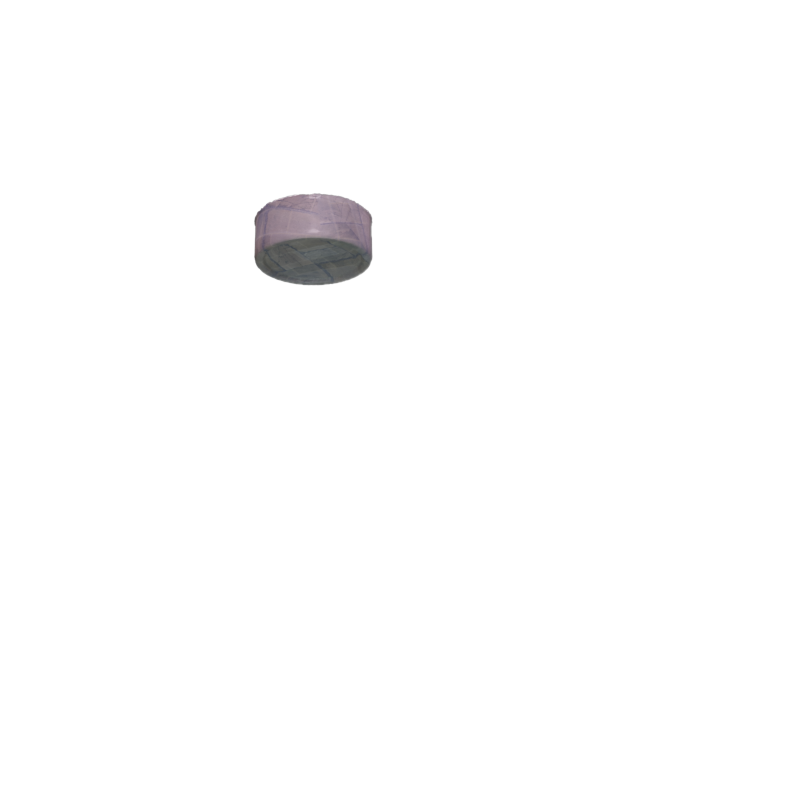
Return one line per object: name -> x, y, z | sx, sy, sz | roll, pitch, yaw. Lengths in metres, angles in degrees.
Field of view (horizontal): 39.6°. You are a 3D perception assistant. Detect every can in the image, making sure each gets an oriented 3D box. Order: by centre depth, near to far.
can -> -0.062, -0.114, 0.798 | 0.086, 0.035, 0.082 | 0, -20, -2
